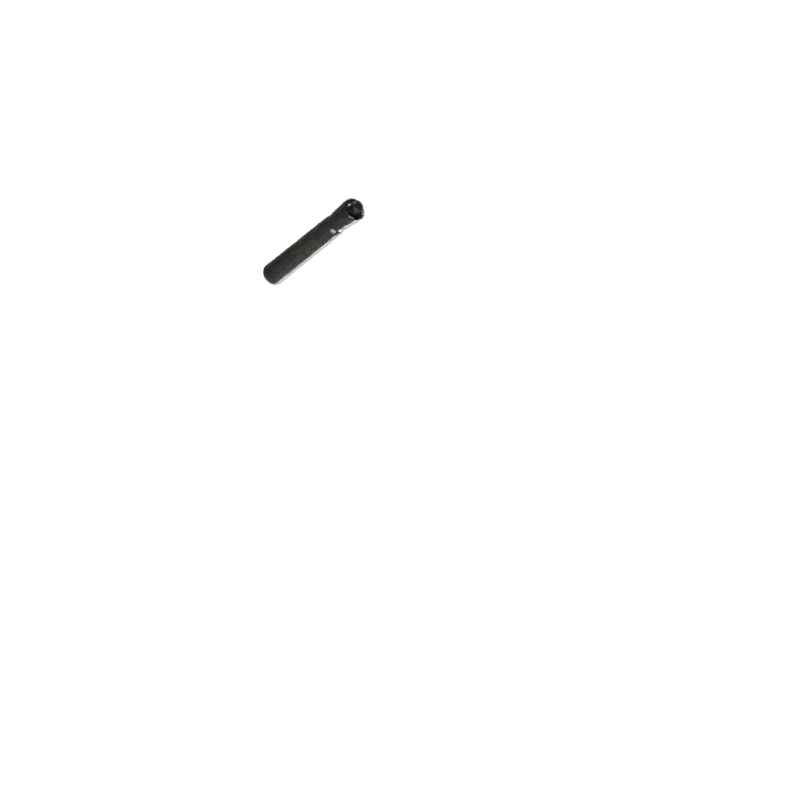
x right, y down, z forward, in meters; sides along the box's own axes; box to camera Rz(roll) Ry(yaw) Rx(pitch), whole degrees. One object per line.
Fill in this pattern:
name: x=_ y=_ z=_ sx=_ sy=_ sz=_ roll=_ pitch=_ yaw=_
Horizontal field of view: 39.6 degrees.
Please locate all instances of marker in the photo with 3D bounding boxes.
marker: x=-0.067 y=-0.123 z=0.861 sx=0.019 sy=0.021 sz=0.120 roll=-3 pitch=-19 yaw=-42
